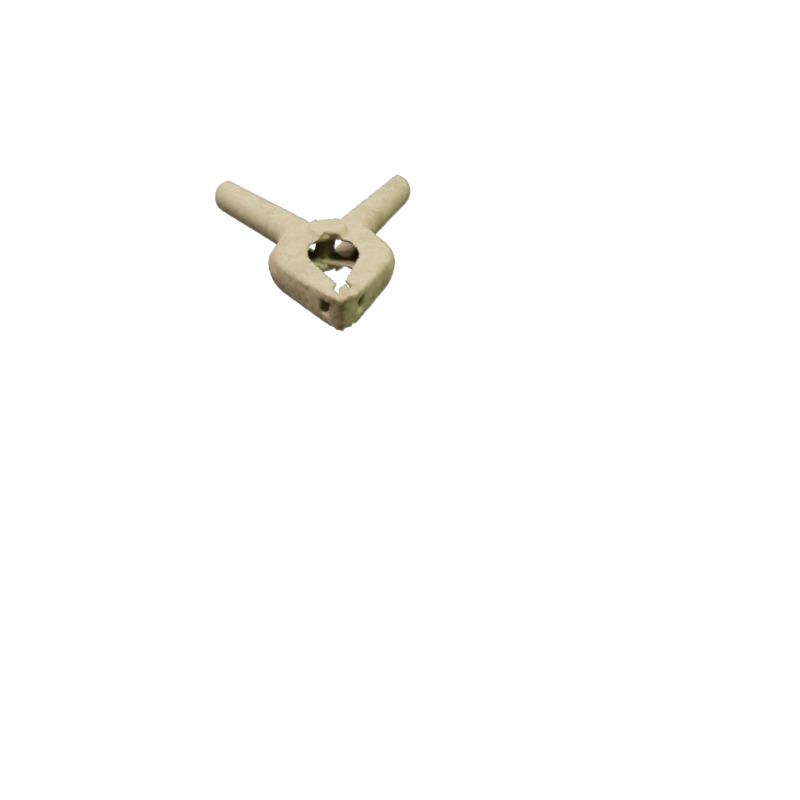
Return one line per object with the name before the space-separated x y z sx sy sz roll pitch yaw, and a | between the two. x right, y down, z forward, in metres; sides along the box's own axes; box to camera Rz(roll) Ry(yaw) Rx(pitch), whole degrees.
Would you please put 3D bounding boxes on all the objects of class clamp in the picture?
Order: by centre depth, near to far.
clamp | -0.068 -0.123 0.864 0.164 0.034 0.224 -1 35 -2
